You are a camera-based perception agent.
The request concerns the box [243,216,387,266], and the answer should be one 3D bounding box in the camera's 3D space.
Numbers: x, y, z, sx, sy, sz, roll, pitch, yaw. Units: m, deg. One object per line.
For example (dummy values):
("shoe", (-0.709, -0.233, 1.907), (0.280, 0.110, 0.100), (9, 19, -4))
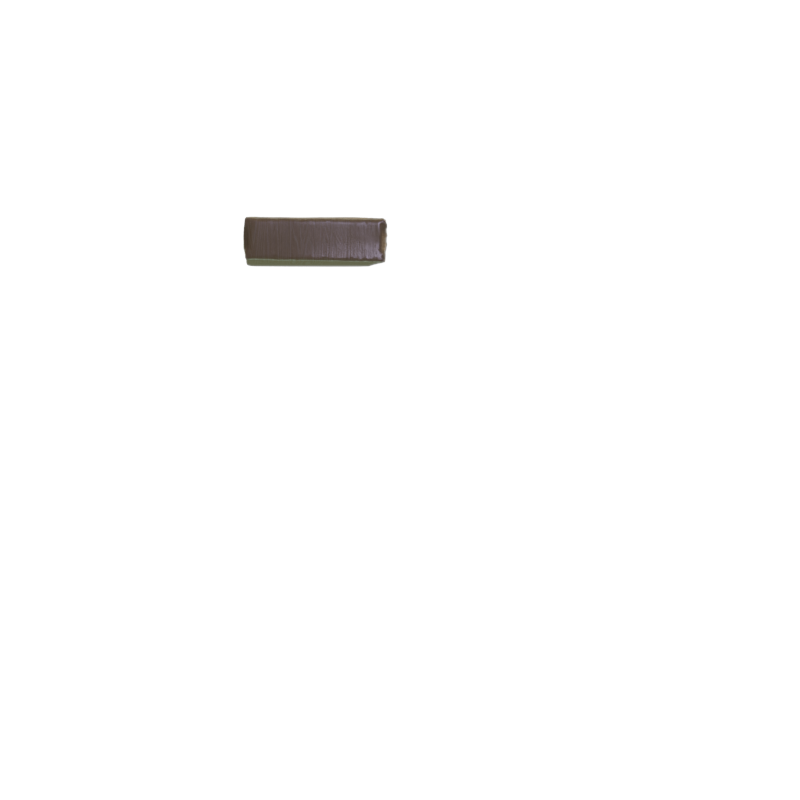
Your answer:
("box", (-0.056, -0.102, 0.716), (0.089, 0.030, 0.073), (0, 3, -4))
